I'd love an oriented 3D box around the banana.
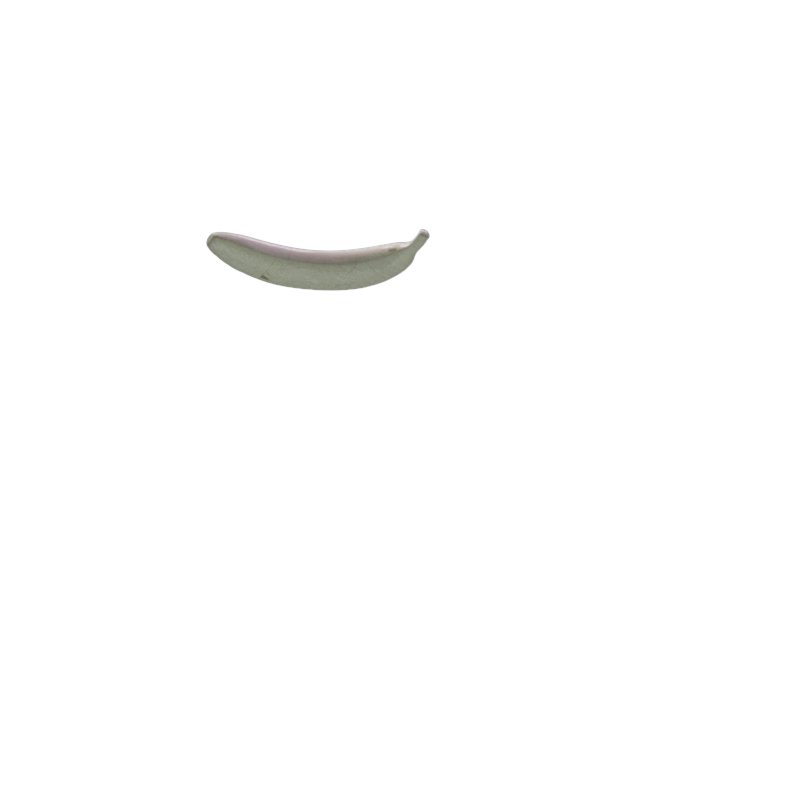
[{"bbox_3d":[-0.074,-0.128,1.003,0.198,0.065,0.039,-2,39,1],"label":"banana"}]
